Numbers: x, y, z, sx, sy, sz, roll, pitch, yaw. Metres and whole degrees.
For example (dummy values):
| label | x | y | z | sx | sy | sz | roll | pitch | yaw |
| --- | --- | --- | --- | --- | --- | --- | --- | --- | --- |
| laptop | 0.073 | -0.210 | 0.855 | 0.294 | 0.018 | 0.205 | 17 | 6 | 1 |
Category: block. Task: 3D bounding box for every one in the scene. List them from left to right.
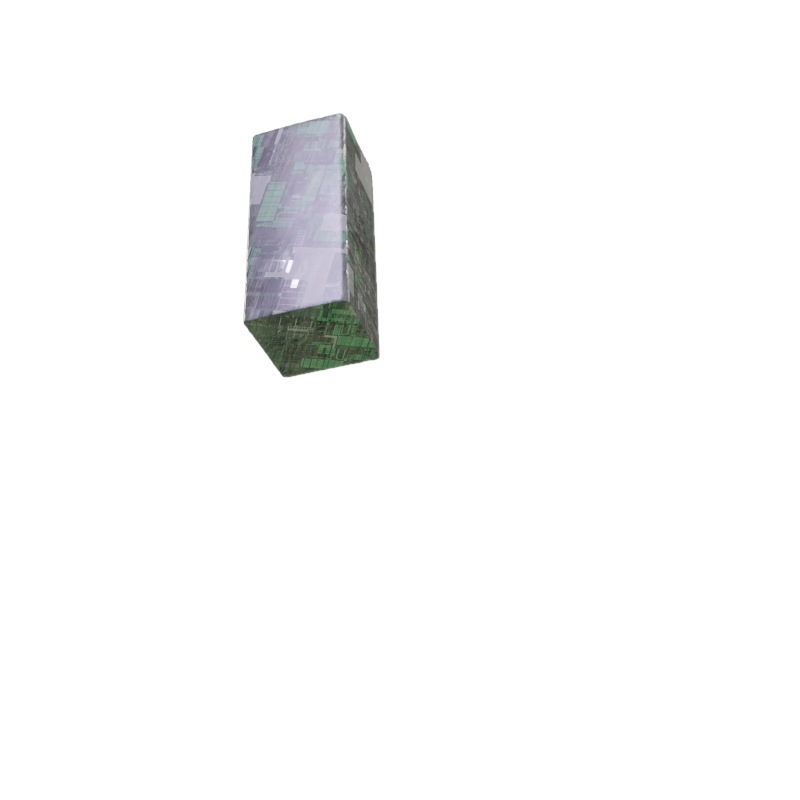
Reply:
| label | x | y | z | sx | sy | sz | roll | pitch | yaw |
| --- | --- | --- | --- | --- | --- | --- | --- | --- | --- |
| block | -0.075 | -0.137 | 0.960 | 0.091 | 0.221 | 0.084 | -13 | -37 | 13 |
